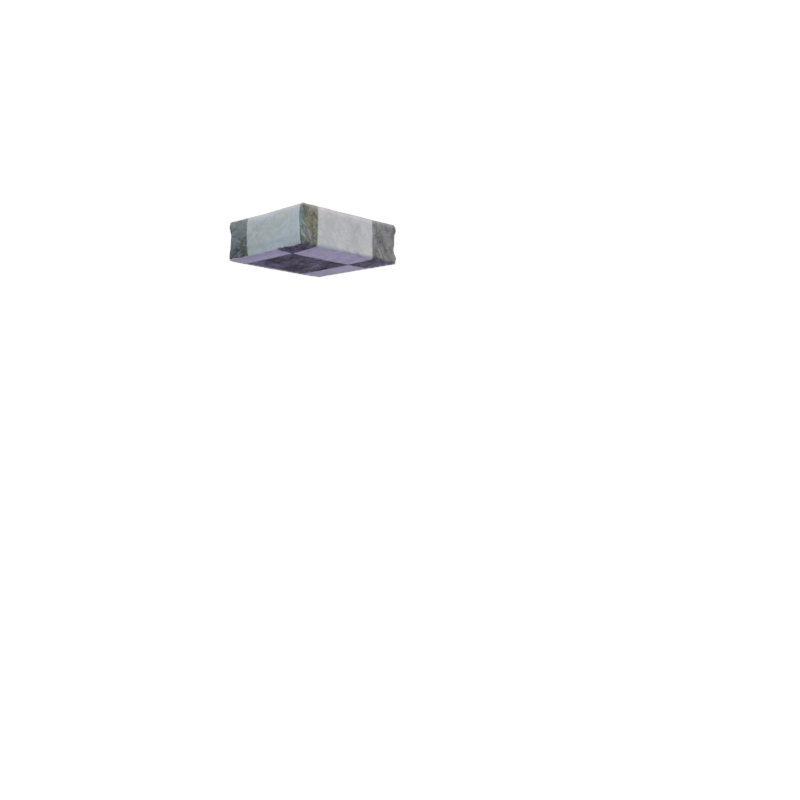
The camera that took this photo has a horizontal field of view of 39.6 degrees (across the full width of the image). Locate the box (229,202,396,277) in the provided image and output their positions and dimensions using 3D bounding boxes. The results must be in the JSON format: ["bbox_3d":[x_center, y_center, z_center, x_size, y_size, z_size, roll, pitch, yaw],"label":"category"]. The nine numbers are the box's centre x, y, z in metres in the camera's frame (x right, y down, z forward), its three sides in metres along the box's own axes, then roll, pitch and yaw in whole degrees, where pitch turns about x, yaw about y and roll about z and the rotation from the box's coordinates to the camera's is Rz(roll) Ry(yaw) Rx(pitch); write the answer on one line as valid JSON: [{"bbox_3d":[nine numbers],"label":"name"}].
[{"bbox_3d":[-0.058,-0.106,0.744,0.075,0.031,0.085,-6,-8,44],"label":"box"}]
